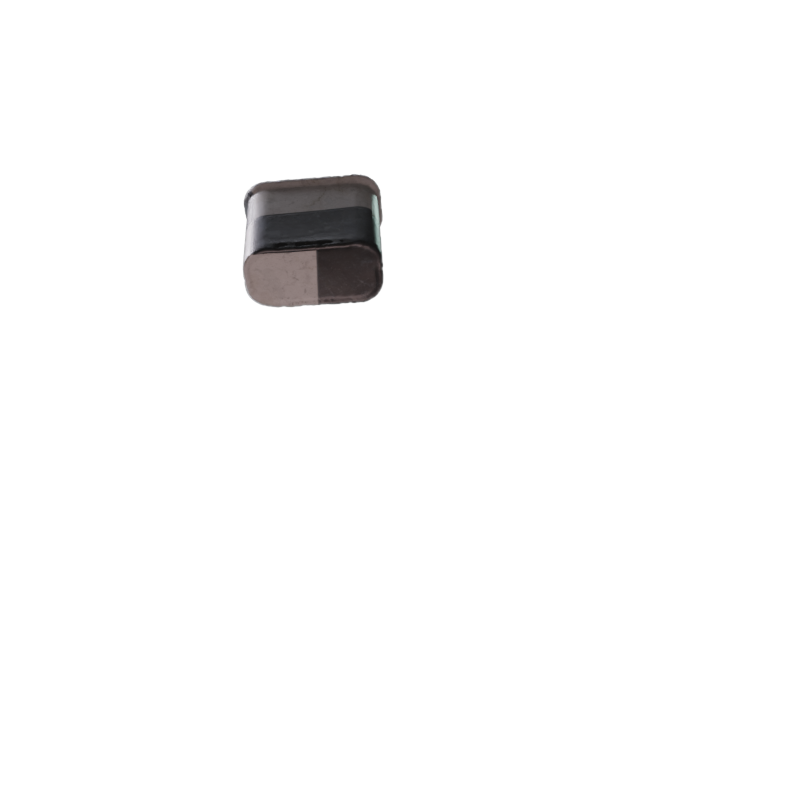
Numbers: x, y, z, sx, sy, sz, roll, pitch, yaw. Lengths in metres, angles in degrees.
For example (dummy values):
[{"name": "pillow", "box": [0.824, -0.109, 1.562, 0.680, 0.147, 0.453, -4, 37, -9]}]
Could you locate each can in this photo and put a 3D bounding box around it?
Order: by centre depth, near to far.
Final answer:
[{"name": "can", "box": [-0.062, -0.113, 0.793, 0.102, 0.053, 0.090, -4, 40, 2]}]
